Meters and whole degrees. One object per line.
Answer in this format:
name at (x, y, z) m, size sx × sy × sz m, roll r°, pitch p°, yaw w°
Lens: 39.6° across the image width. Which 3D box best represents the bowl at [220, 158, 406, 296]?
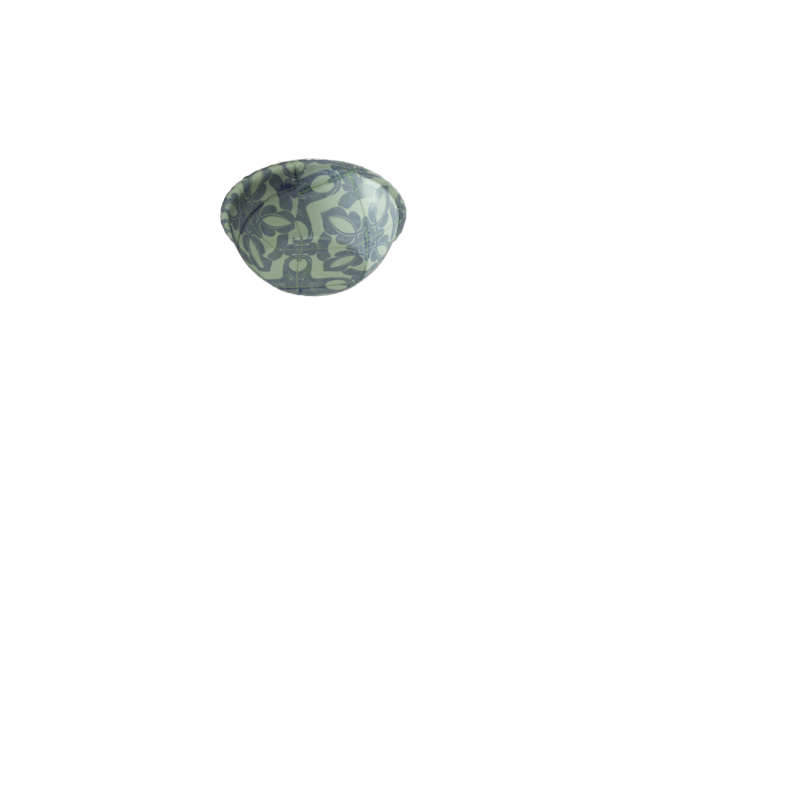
bowl at (-0.074, -0.135, 0.947) m, size 0.162 × 0.059 × 0.152 m, roll 1°, pitch -29°, yaw -2°
